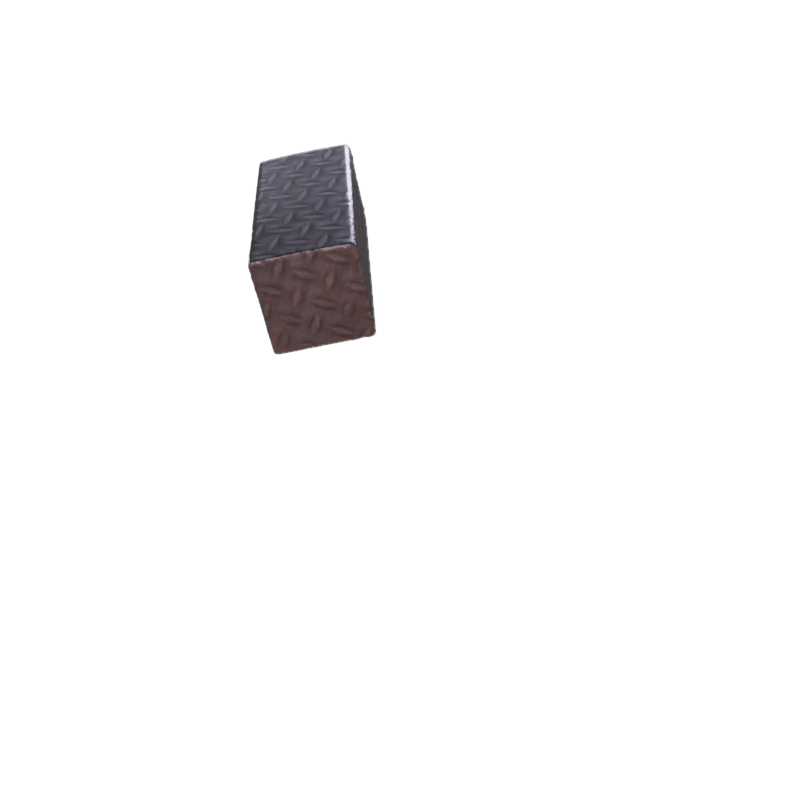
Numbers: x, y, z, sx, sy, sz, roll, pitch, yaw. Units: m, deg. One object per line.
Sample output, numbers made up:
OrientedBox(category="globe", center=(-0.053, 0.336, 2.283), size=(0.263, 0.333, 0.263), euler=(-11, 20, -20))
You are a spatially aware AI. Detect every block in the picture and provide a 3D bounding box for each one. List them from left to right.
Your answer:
OrientedBox(category="block", center=(-0.077, -0.141, 0.985), size=(0.090, 0.085, 0.219), euler=(-11, 32, 3))
